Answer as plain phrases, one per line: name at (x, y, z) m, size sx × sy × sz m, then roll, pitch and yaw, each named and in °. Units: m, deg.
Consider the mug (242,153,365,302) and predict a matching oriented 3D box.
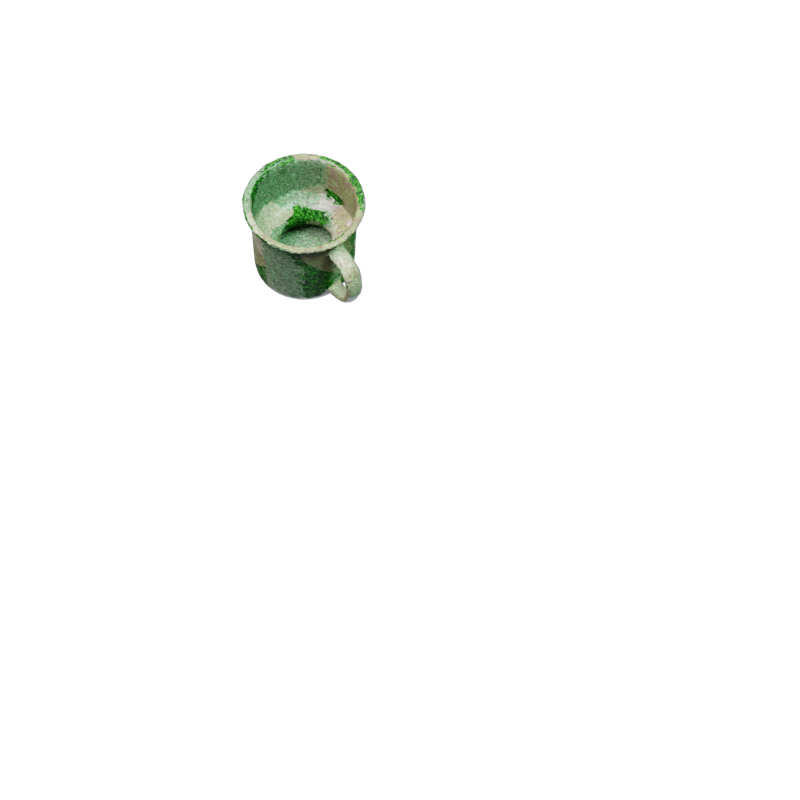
mug at (-0.068, -0.123, 0.863) m, size 0.093 × 0.124 × 0.076 m, roll -33°, pitch -25°, yaw -19°
